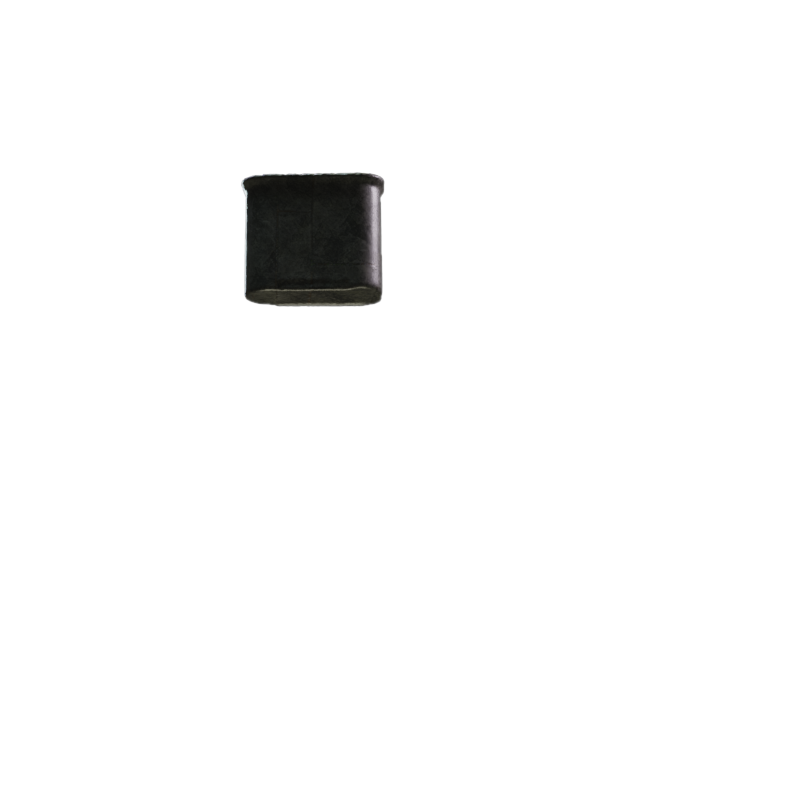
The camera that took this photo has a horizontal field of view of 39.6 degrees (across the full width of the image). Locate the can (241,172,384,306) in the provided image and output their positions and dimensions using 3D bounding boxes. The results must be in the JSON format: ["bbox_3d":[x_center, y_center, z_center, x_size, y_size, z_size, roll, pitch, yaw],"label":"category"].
[{"bbox_3d":[-0.062,-0.112,0.785,0.102,0.087,0.055,-1,-13,1],"label":"can"}]
